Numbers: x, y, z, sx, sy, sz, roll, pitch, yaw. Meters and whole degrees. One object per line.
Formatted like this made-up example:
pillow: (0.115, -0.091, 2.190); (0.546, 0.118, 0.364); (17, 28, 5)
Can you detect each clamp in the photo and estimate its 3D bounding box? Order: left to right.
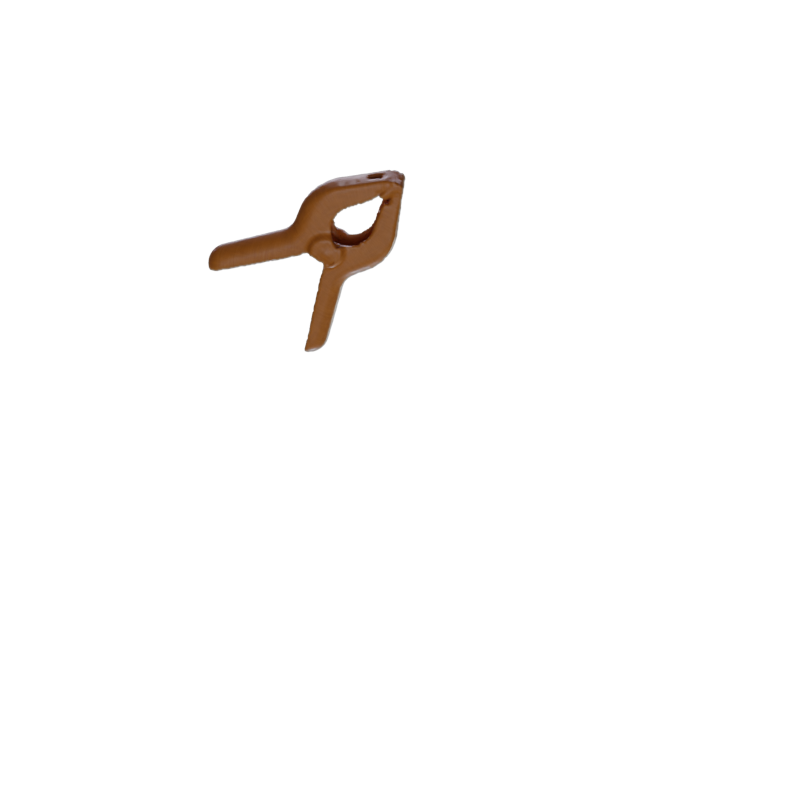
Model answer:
clamp: (-0.069, -0.125, 0.879); (0.116, 0.168, 0.042); (32, 24, -17)
